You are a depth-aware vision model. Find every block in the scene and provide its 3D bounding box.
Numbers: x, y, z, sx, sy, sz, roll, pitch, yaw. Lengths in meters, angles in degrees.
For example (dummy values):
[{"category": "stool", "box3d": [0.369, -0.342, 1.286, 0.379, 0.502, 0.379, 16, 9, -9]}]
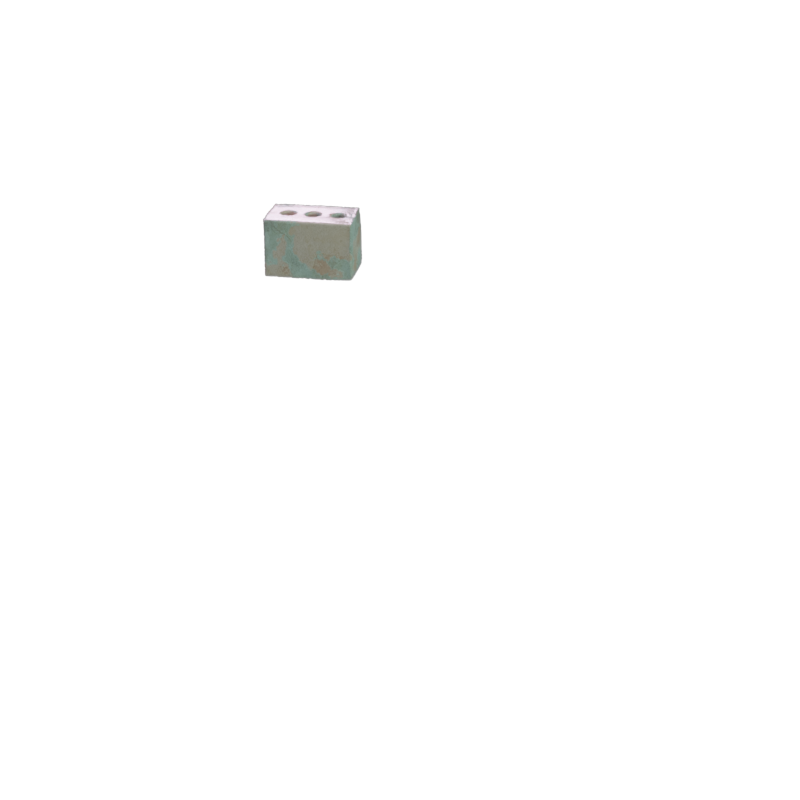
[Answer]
[{"category": "block", "box3d": [-0.074, -0.136, 0.950, 0.079, 0.049, 0.054, 4, 21, 8]}]
